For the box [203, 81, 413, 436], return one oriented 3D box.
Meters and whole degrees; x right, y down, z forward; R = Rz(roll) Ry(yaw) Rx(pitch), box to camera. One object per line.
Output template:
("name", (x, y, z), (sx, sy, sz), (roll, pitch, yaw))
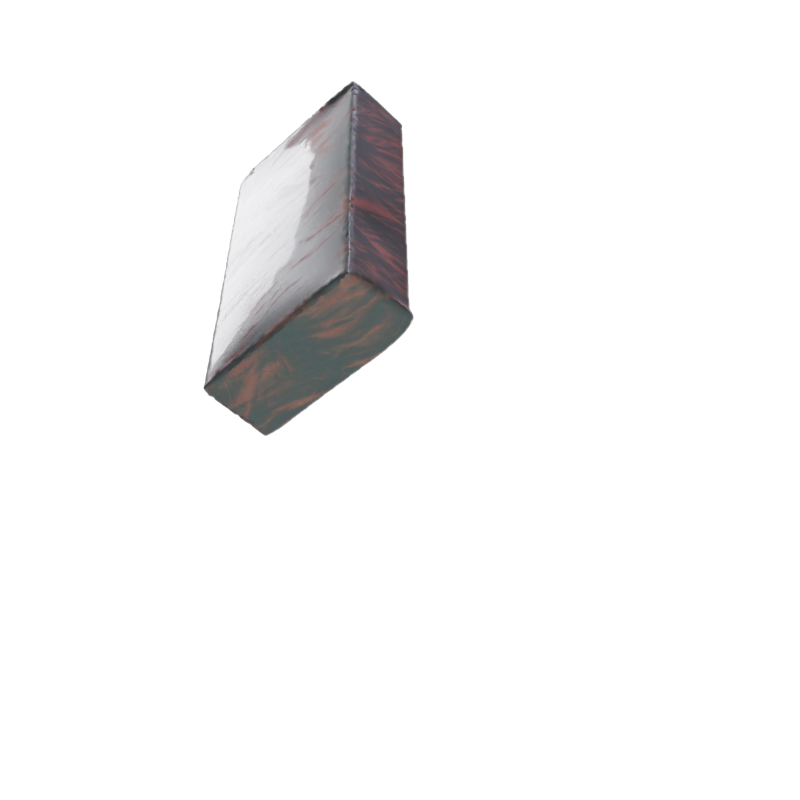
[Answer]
("box", (-0.042, -0.077, 0.537), (0.092, 0.189, 0.045), (-37, -57, 24))
